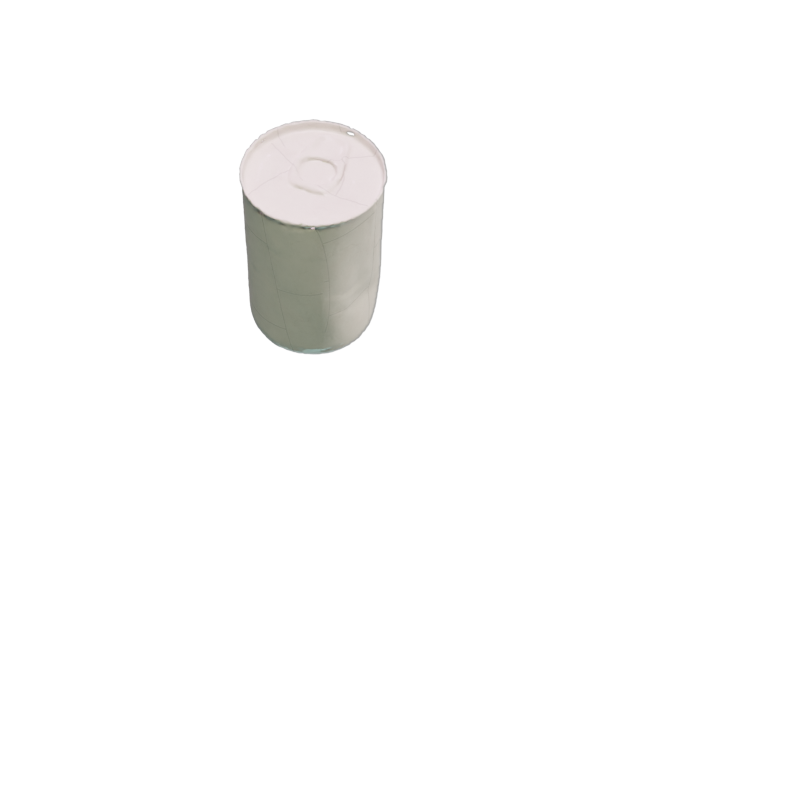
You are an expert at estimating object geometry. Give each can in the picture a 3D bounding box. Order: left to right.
[{"bbox_3d":[-0.043,-0.078,0.546,0.068,0.073,0.095,0,-36,-3],"label":"can"}]
